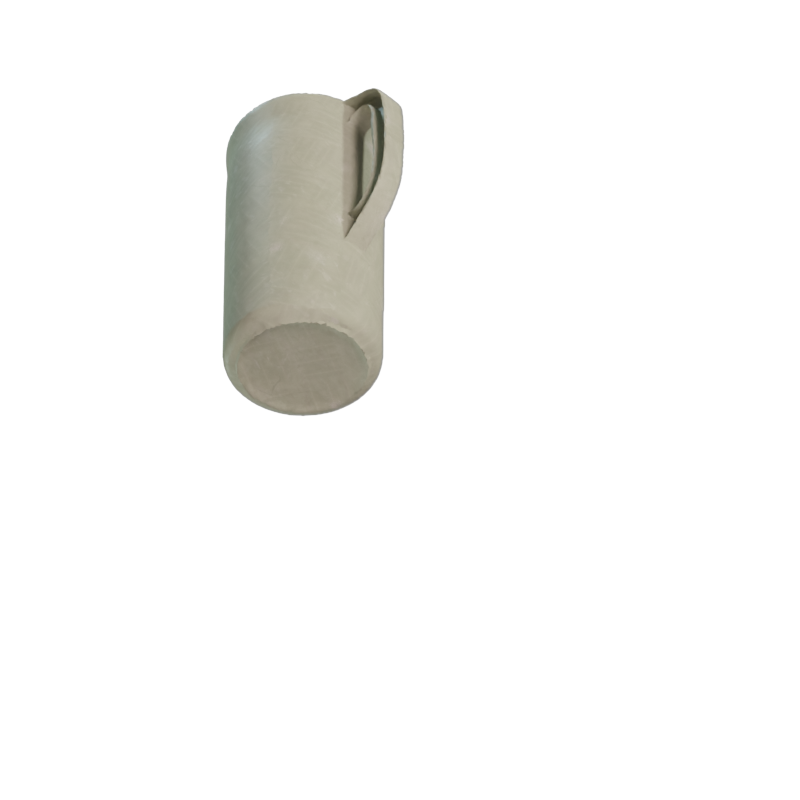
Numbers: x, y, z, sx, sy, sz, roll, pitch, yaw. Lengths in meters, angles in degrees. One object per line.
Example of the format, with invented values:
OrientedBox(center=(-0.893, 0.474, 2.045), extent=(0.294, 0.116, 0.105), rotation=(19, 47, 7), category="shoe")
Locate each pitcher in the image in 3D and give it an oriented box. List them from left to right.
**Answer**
OrientedBox(center=(-0.064, -0.117, 0.820), extent=(0.145, 0.138, 0.261), rotation=(-4, 44, 1), category="pitcher")
